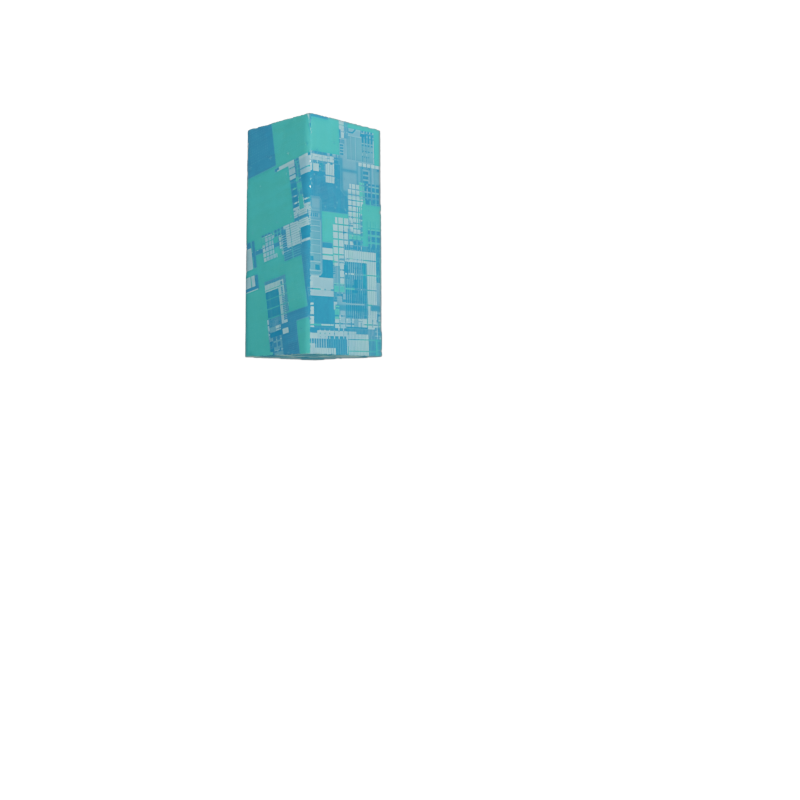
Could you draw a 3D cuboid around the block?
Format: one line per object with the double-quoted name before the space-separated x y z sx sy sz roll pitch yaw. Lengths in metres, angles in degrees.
"block" -0.078 -0.142 0.994 0.093 0.210 0.086 -8 -10 44
